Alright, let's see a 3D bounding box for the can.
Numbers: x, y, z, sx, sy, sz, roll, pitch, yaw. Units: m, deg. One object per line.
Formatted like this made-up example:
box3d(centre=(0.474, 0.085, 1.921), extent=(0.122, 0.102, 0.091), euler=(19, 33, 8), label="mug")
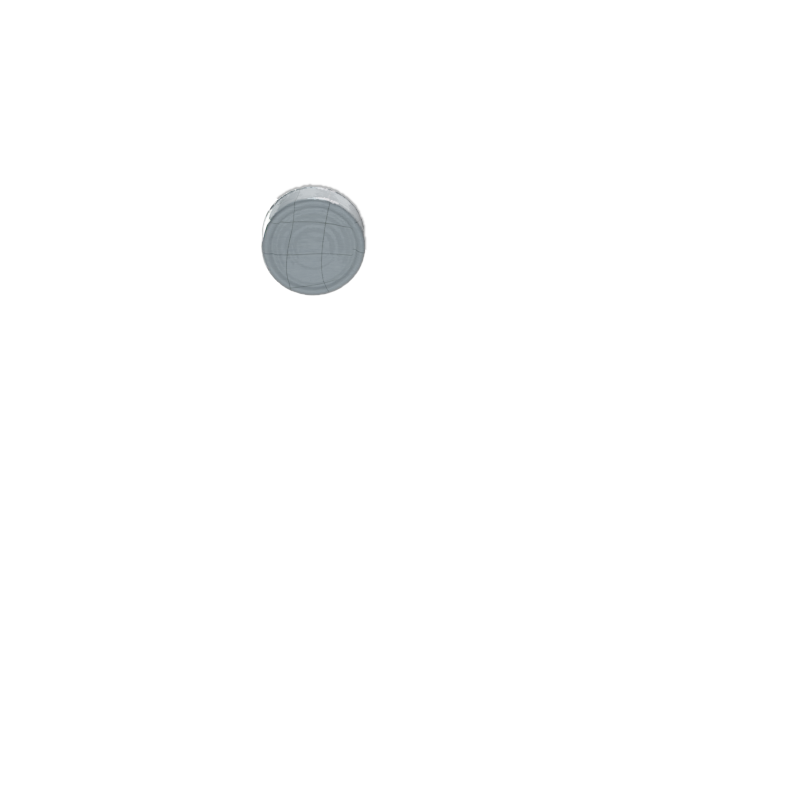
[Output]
box3d(centre=(-0.071, -0.130, 0.908), extent=(0.086, 0.082, 0.035), euler=(1, 23, -1), label="can")
